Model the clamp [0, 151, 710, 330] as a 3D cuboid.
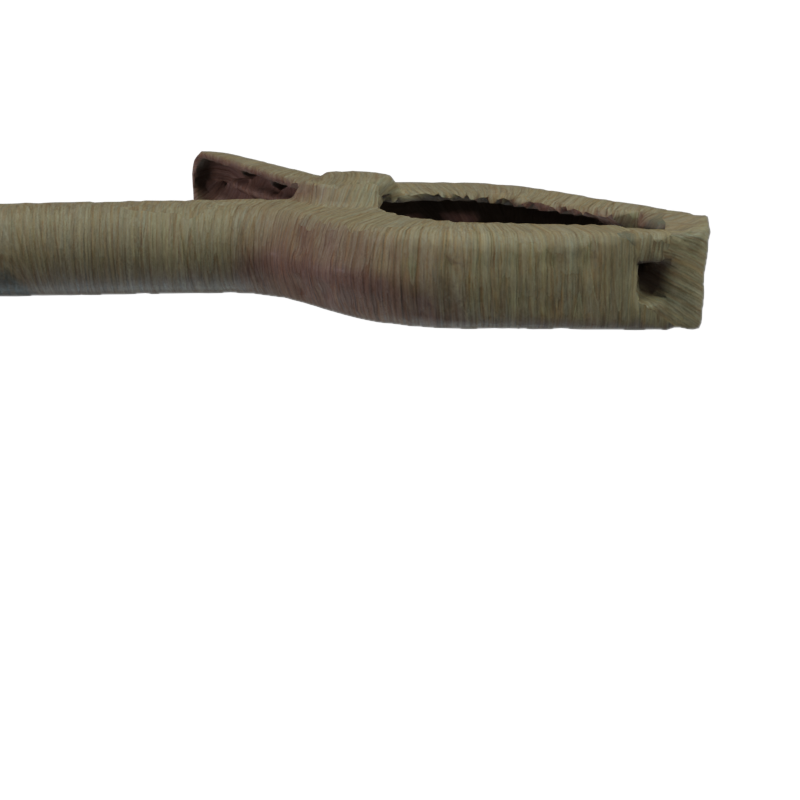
[{"bbox_3d":[-0.025,-0.046,0.319,0.219,0.035,0.163,12,23,29],"label":"clamp"}]
